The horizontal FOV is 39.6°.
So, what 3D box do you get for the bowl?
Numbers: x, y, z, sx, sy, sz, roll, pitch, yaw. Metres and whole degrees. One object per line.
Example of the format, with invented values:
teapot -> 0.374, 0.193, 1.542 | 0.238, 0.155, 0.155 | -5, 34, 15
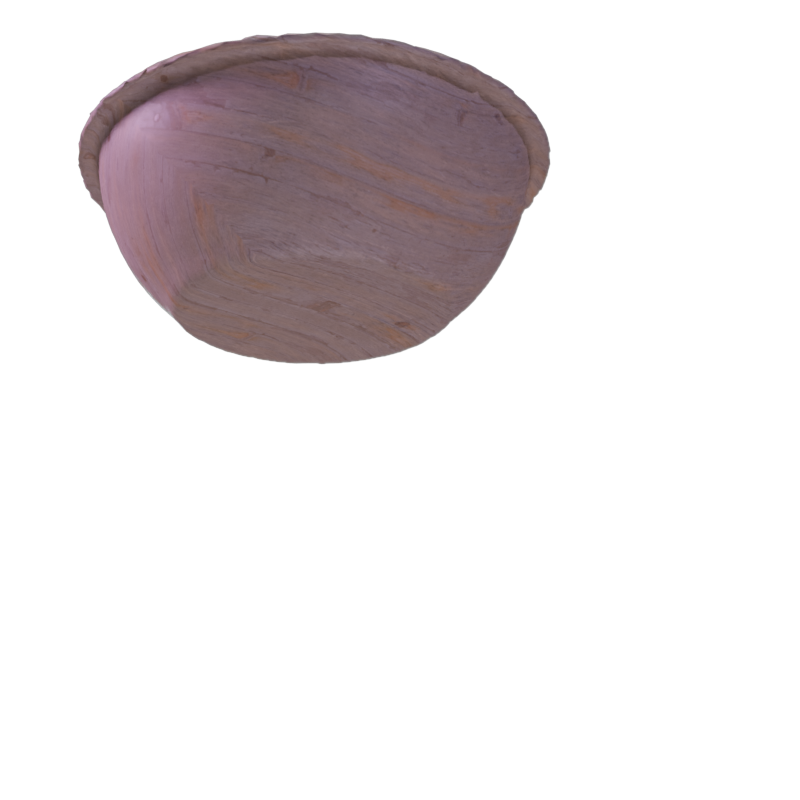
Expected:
bowl -> -0.029, -0.053, 0.374 | 0.162, 0.058, 0.154 | 1, -21, -2
